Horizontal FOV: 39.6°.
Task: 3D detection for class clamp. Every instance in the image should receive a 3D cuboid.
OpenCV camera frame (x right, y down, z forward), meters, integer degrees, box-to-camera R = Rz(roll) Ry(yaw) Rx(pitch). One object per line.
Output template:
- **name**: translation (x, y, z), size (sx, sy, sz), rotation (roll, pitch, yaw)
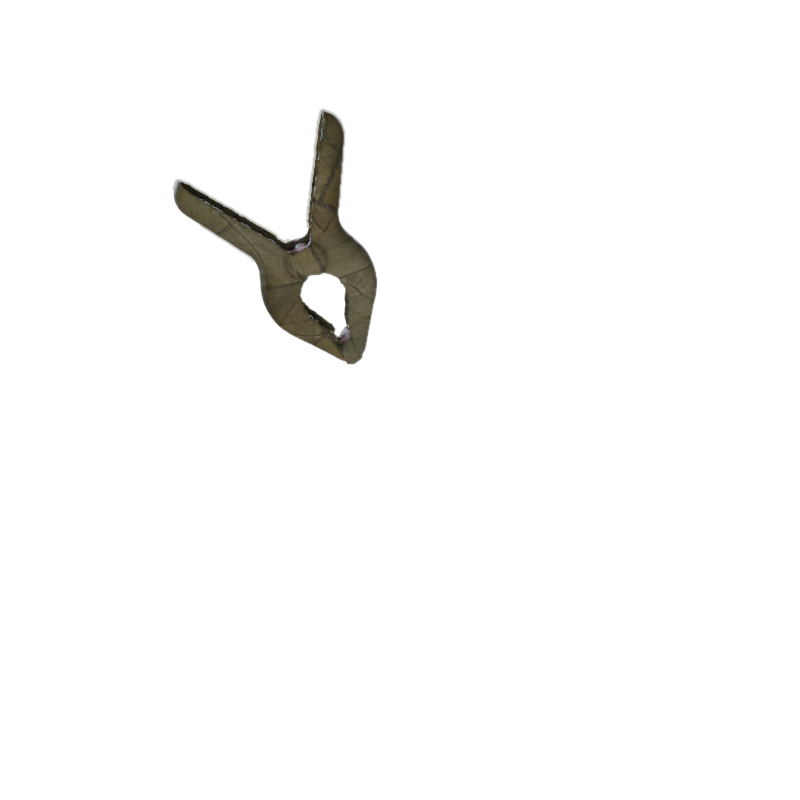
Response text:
- **clamp**: translation (-0.059, -0.107, 0.748), size (0.120, 0.163, 0.041), rotation (-32, 19, 12)
